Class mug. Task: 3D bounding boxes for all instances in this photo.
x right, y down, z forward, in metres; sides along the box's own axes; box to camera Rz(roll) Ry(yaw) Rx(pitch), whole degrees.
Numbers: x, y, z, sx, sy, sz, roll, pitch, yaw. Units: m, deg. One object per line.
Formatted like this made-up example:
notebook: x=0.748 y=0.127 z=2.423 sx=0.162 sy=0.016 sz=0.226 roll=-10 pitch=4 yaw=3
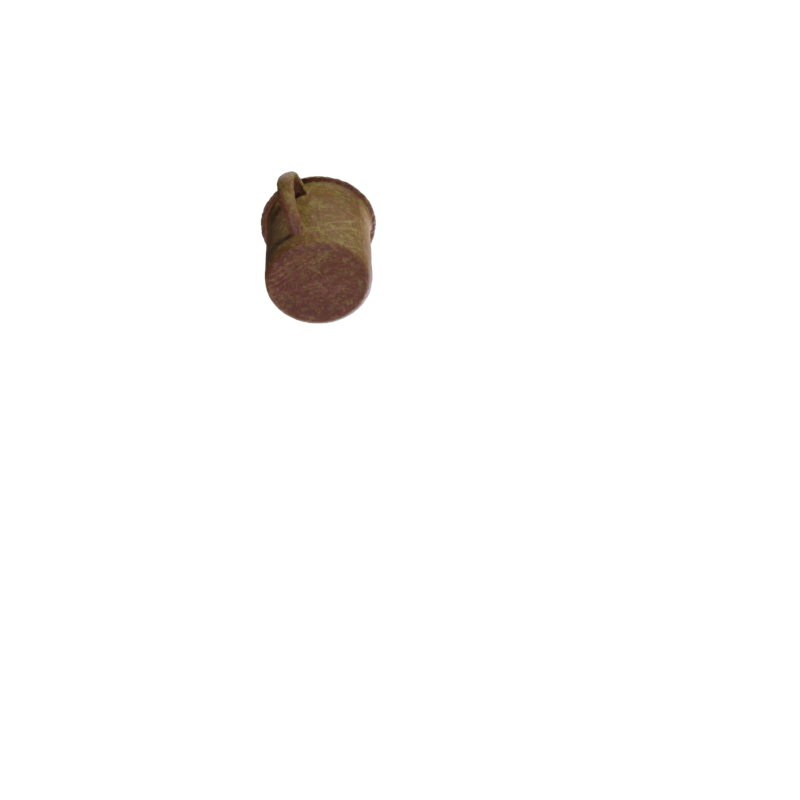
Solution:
mug: x=-0.067 y=-0.122 z=0.855 sx=0.094 sy=0.108 sz=0.087 roll=-15 pitch=38 yaw=10
